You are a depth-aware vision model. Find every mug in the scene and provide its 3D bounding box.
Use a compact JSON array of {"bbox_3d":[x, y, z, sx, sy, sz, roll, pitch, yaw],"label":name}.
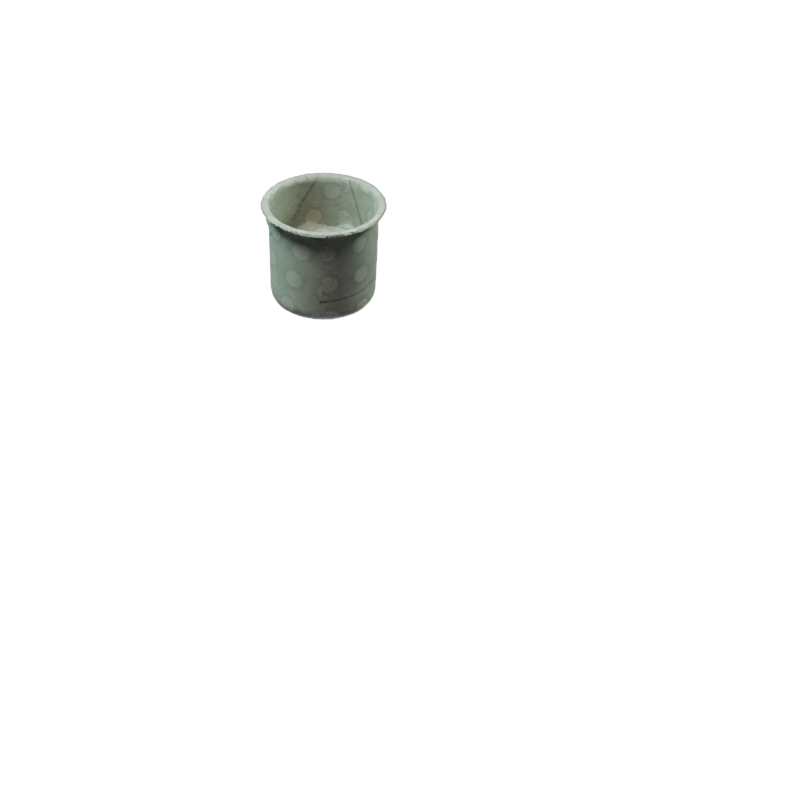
[{"bbox_3d":[-0.066,-0.121,0.848,0.093,0.076,0.126,-27,45,-32],"label":"mug"}]
